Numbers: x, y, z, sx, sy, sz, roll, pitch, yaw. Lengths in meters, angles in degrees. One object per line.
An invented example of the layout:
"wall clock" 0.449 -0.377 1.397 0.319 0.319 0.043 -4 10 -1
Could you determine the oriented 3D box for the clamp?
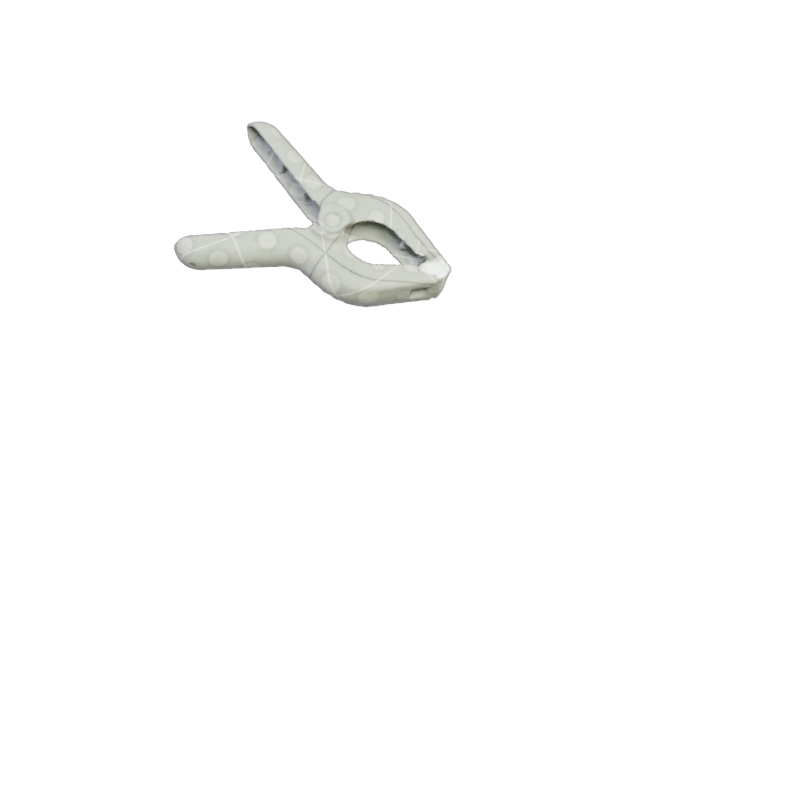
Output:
"clamp" -0.056 -0.102 0.712 0.177 0.123 0.037 29 -23 13
